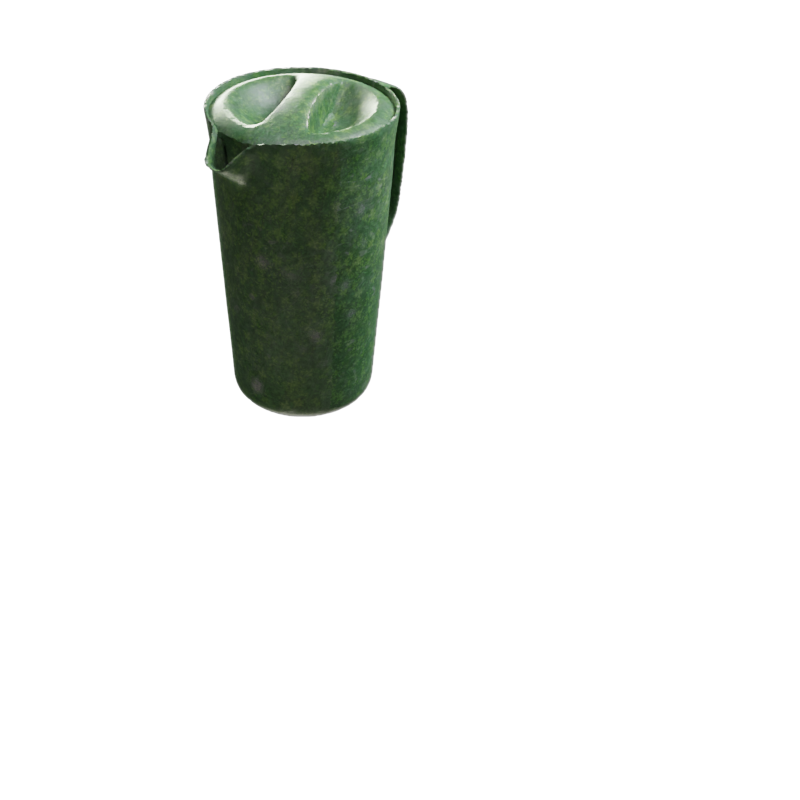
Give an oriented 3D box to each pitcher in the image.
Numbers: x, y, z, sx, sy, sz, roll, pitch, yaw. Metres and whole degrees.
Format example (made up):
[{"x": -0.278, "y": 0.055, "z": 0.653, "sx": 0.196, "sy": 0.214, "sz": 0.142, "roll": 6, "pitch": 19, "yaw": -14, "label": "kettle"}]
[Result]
[{"x": -0.064, "y": -0.117, "z": 0.817, "sx": 0.148, "sy": 0.228, "sz": 0.155, "roll": -1, "pitch": 34, "yaw": -5, "label": "pitcher"}]
